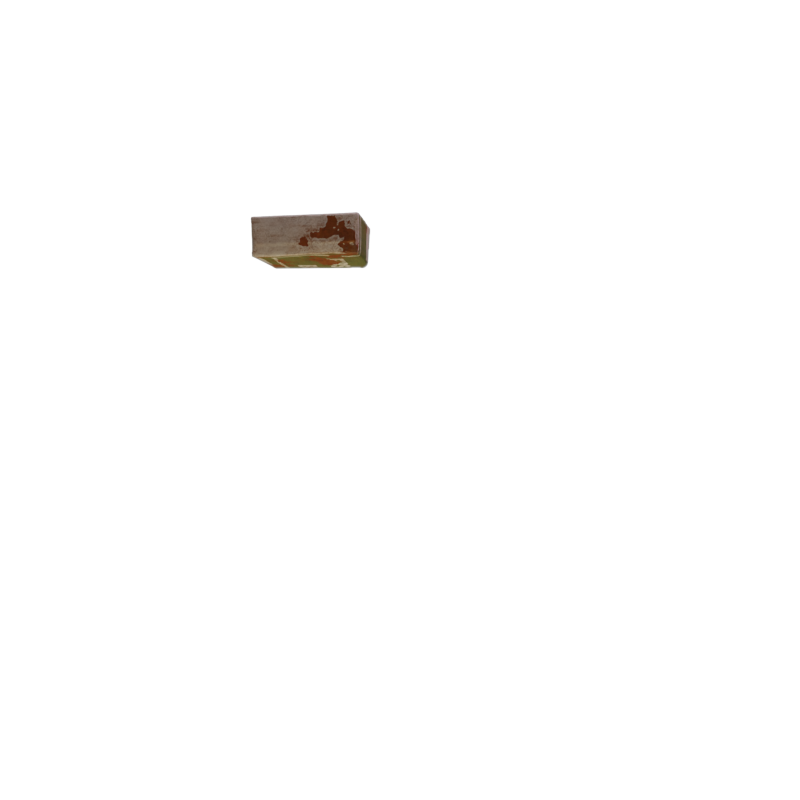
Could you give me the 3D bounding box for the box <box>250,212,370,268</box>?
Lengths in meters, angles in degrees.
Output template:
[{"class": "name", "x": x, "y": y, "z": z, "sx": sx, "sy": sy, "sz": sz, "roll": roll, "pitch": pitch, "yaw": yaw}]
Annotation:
[{"class": "box", "x": -0.075, "y": -0.136, "z": 0.954, "sx": 0.091, "sy": 0.039, "sz": 0.111, "roll": 0, "pitch": -1, "yaw": 5}]
